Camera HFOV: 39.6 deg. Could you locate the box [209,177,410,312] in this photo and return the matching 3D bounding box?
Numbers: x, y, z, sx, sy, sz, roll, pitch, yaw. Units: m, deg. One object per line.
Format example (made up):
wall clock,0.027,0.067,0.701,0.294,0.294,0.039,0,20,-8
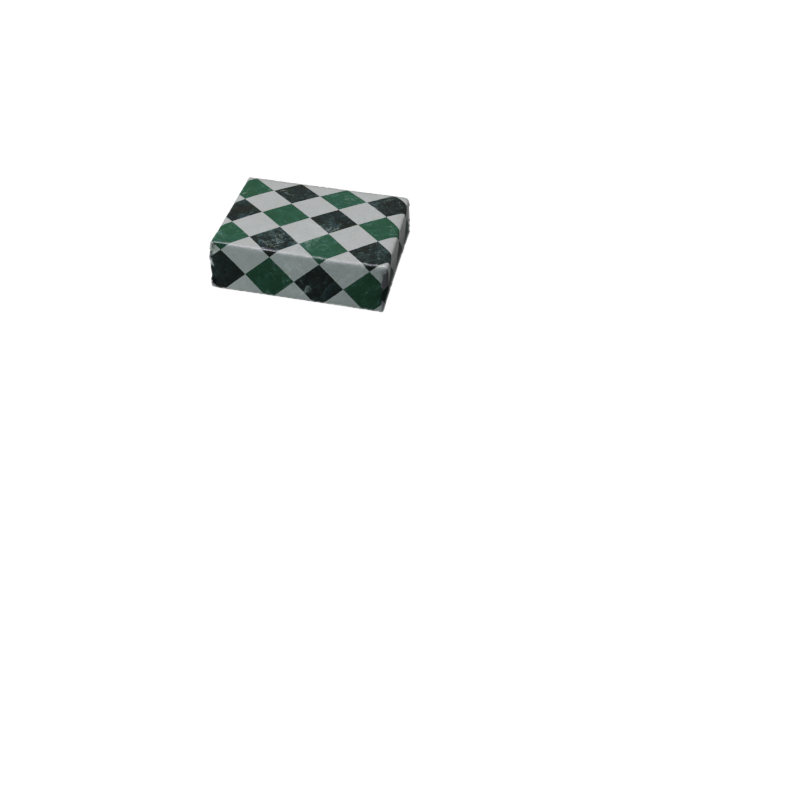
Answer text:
box,-0.055,-0.101,0.709,0.115,0.036,0.094,7,35,9
